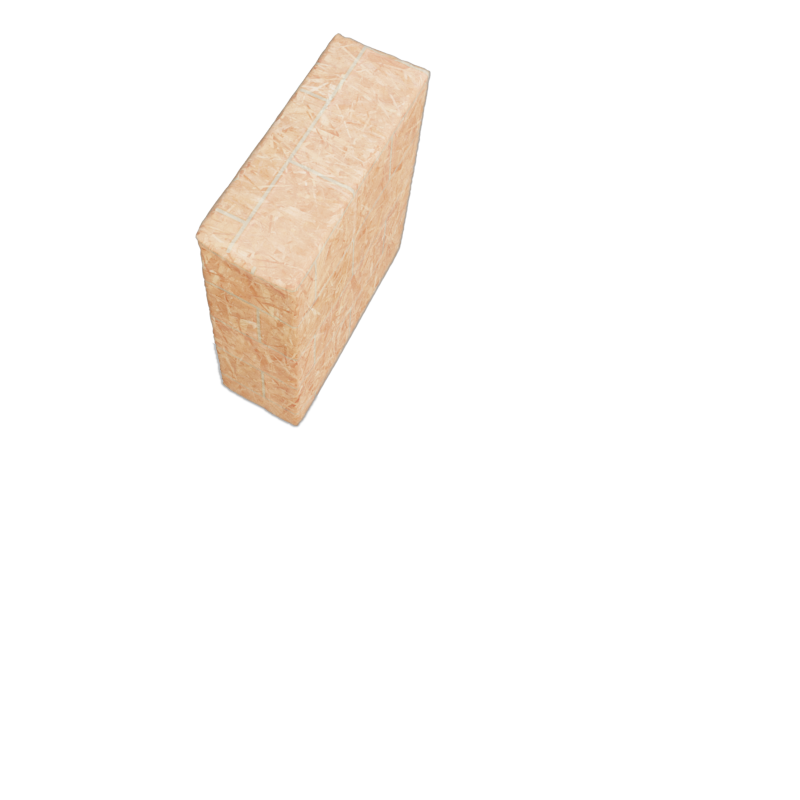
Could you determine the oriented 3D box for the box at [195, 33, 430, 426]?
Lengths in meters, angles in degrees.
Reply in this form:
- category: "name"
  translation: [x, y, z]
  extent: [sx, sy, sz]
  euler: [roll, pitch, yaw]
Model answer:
- category: "box"
  translation: [-0.055, -0.100, 0.703]
  extent: [0.073, 0.169, 0.202]
  euler: [26, -23, 7]
